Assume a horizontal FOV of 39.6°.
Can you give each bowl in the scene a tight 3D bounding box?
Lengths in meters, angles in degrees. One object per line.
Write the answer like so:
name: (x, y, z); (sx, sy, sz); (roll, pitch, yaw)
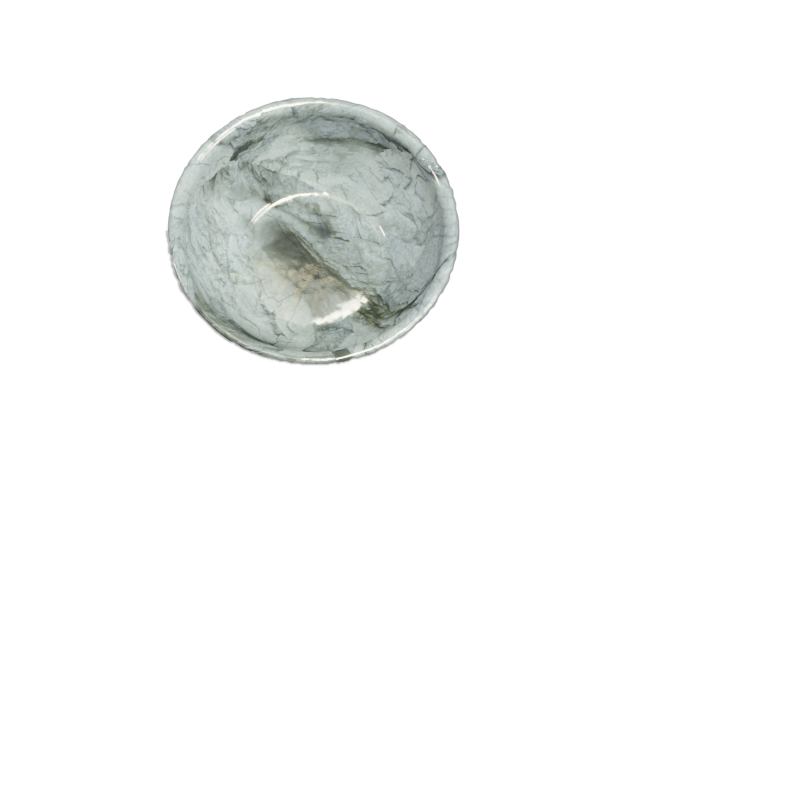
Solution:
bowl: (-0.050, -0.091, 0.637); (0.162, 0.170, 0.052); (-1, -21, -1)
